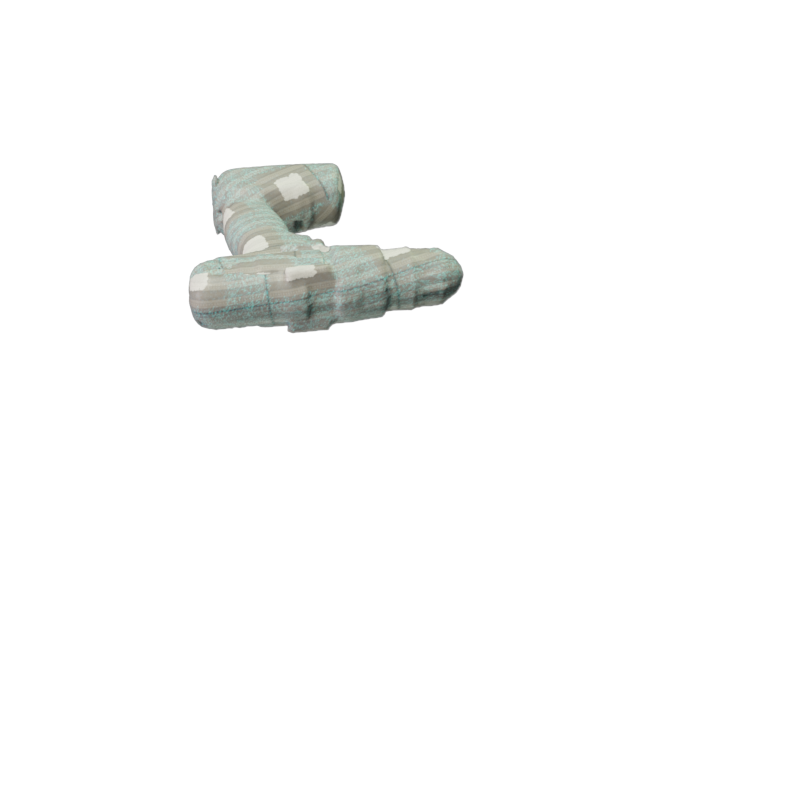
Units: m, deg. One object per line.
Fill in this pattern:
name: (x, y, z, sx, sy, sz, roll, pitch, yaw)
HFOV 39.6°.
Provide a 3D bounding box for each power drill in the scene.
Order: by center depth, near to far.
power drill: (-0.063, -0.115, 0.803, 0.183, 0.054, 0.200, -5, 30, -9)
